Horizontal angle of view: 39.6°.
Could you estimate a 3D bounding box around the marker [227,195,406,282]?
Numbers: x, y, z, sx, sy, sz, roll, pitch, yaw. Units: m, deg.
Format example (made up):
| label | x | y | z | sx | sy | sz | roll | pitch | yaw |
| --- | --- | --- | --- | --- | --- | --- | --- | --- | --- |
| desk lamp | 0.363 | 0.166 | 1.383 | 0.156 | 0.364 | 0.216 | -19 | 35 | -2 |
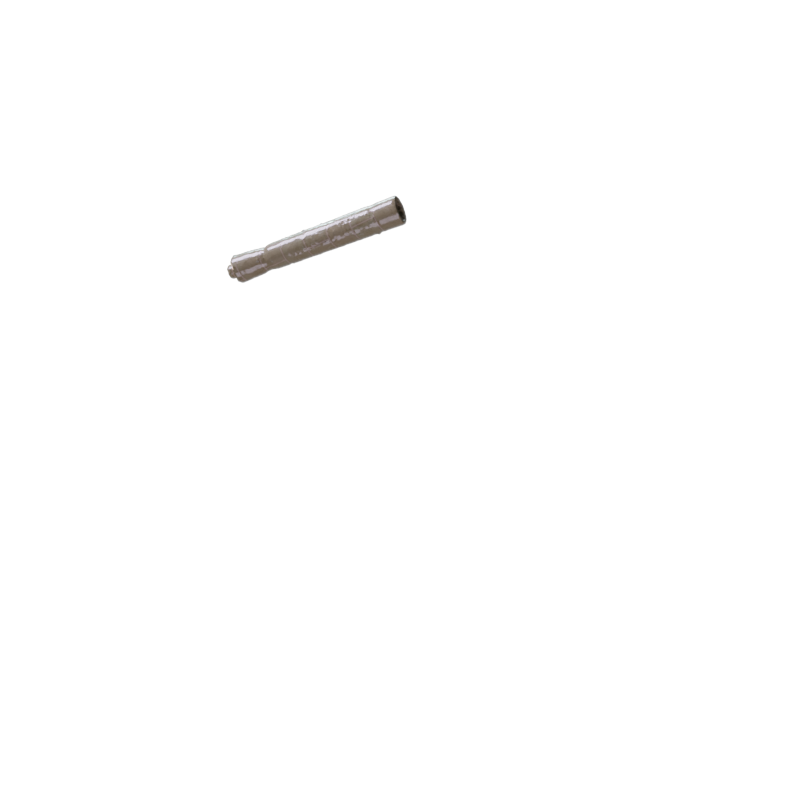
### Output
| label | x | y | z | sx | sy | sz | roll | pitch | yaw |
| --- | --- | --- | --- | --- | --- | --- | --- | --- | --- |
| marker | -0.055 | -0.100 | 0.700 | 0.122 | 0.020 | 0.019 | -17 | -2 | 19 |
